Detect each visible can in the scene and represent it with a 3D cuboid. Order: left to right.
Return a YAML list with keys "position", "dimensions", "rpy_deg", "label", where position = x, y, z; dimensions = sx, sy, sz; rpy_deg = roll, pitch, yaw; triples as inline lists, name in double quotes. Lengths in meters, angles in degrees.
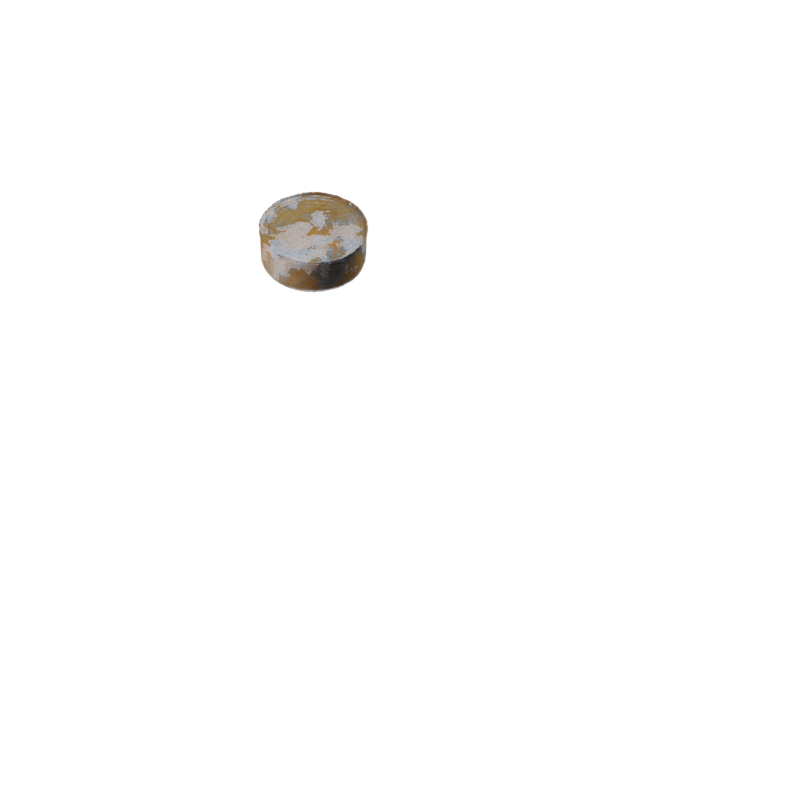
- position: [-0.069, -0.125, 0.878]
  dimensions: [0.086, 0.092, 0.031]
  rpy_deg: [-1, -44, -1]
  label: "can"
